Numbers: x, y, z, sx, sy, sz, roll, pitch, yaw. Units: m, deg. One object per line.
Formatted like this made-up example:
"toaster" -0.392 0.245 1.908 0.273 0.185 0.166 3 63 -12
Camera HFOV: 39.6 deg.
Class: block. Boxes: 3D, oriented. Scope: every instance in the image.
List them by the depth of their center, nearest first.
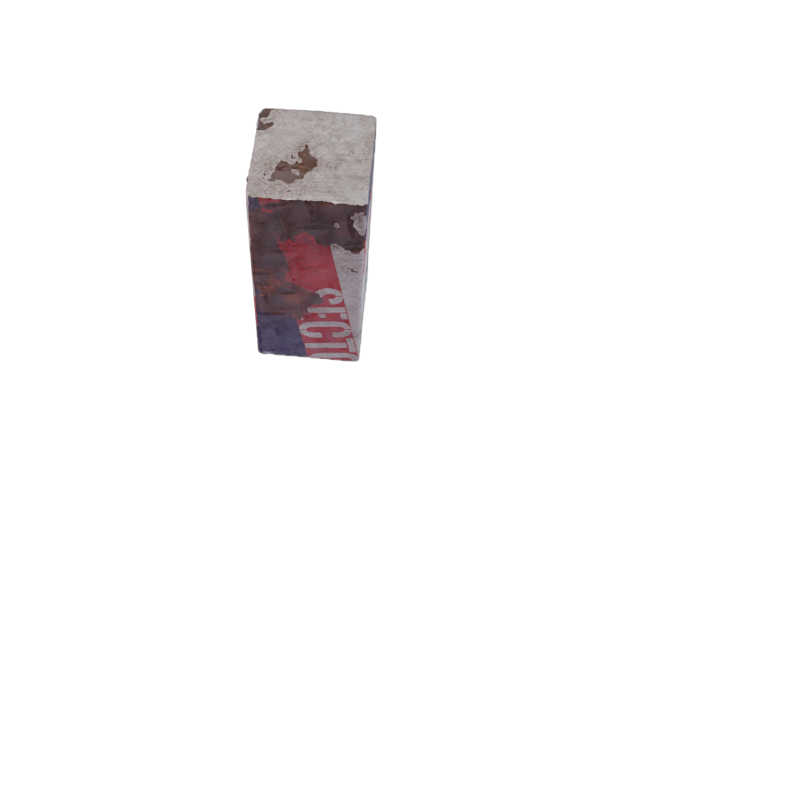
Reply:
"block" -0.070 -0.126 0.883 0.090 0.097 0.193 5 -33 0
